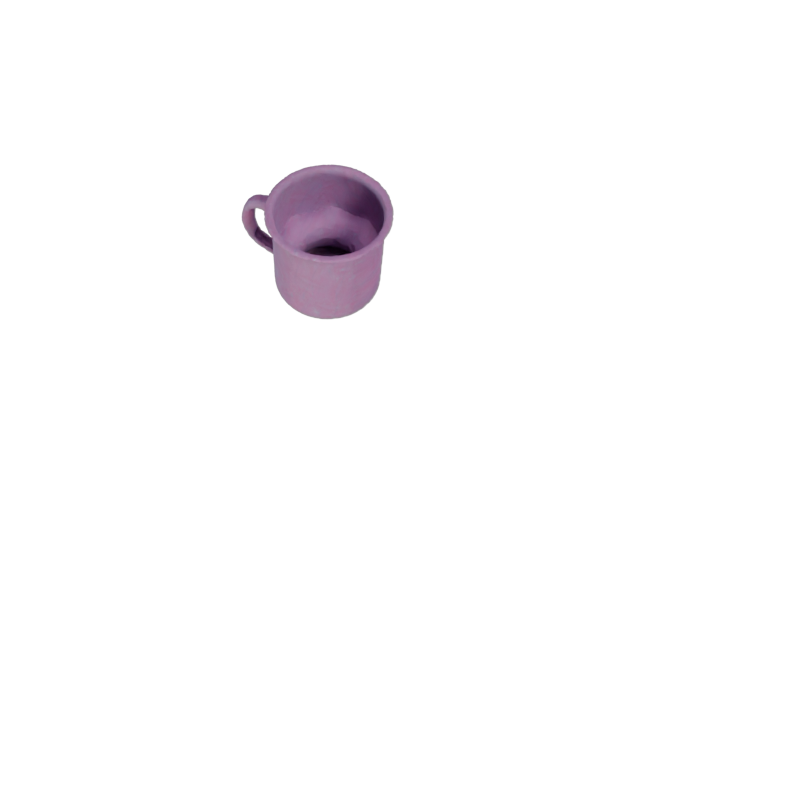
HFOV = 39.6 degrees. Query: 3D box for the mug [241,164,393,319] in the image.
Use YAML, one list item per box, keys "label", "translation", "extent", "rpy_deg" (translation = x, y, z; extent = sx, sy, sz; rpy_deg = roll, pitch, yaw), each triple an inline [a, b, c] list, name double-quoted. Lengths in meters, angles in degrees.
- label: "mug"
  translation: [-0.065, -0.118, 0.826]
  extent: [0.120, 0.097, 0.076]
  rpy_deg: [19, -34, 12]
